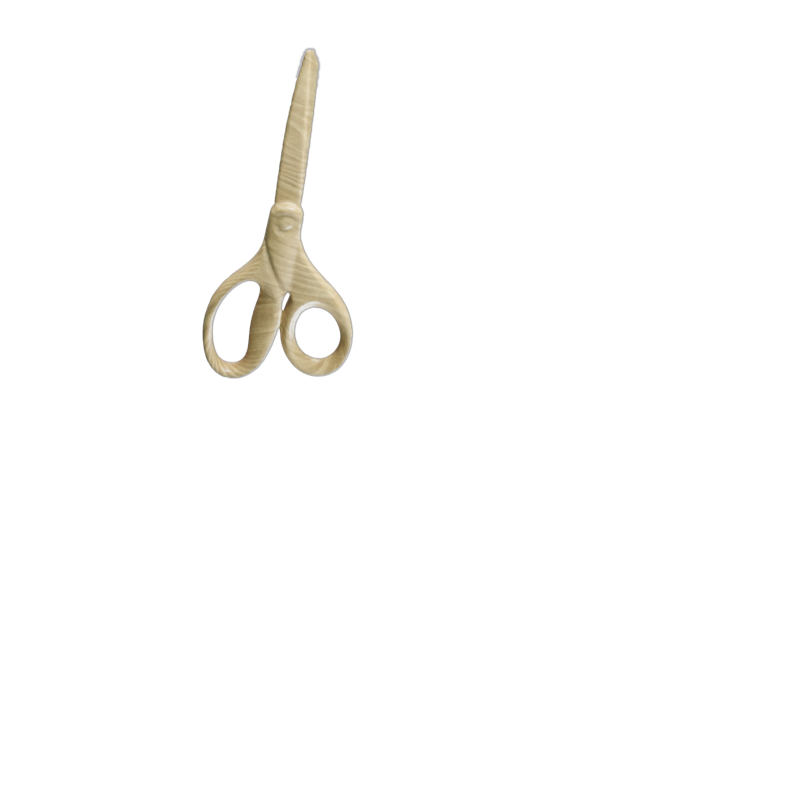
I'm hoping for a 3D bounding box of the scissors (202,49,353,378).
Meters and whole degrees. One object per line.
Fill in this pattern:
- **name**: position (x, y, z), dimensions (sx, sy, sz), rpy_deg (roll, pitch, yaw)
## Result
- **scissors**: position (-0.049, -0.089, 0.620), dimensions (0.094, 0.195, 0.017), rpy_deg (23, 26, -12)
